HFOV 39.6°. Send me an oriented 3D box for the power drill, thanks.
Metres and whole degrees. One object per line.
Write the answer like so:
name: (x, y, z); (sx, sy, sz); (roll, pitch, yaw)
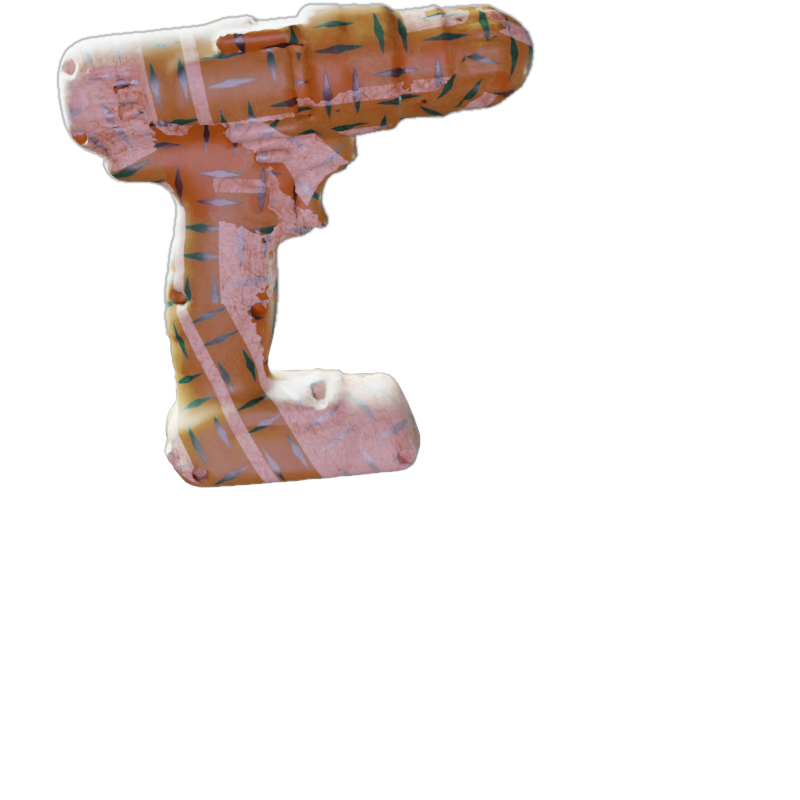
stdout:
power drill: (-0.035, -0.064, 0.450); (0.184, 0.182, 0.059); (-5, 13, 1)
